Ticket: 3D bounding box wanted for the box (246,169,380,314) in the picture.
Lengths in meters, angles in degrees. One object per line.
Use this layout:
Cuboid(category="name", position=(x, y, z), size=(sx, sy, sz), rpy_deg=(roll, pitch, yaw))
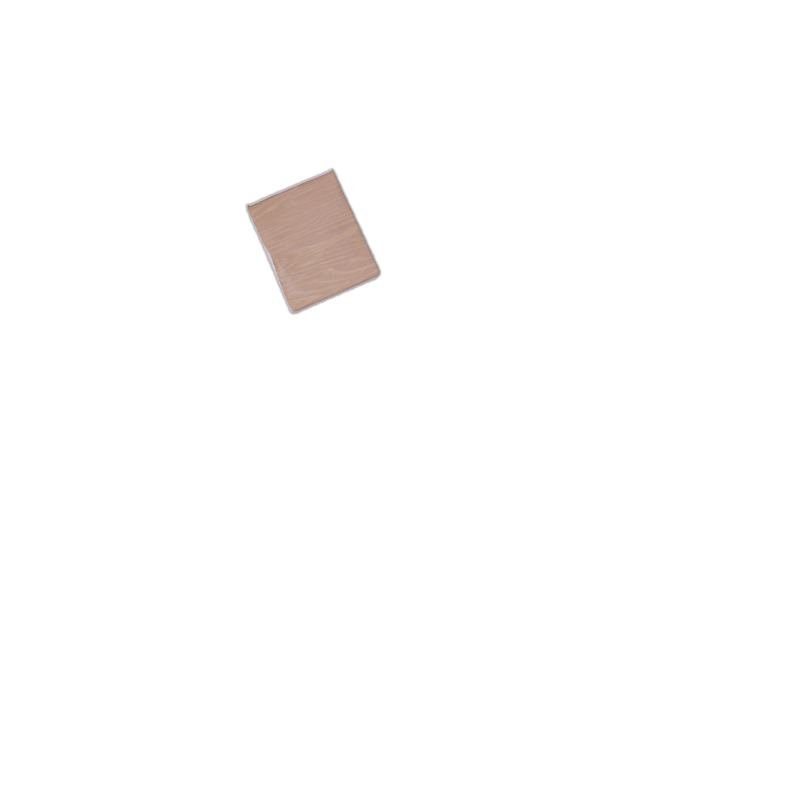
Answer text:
Cuboid(category="box", position=(-0.066, -0.120, 0.839), size=(0.073, 0.091, 0.030), rpy_deg=(-23, -6, -3))
